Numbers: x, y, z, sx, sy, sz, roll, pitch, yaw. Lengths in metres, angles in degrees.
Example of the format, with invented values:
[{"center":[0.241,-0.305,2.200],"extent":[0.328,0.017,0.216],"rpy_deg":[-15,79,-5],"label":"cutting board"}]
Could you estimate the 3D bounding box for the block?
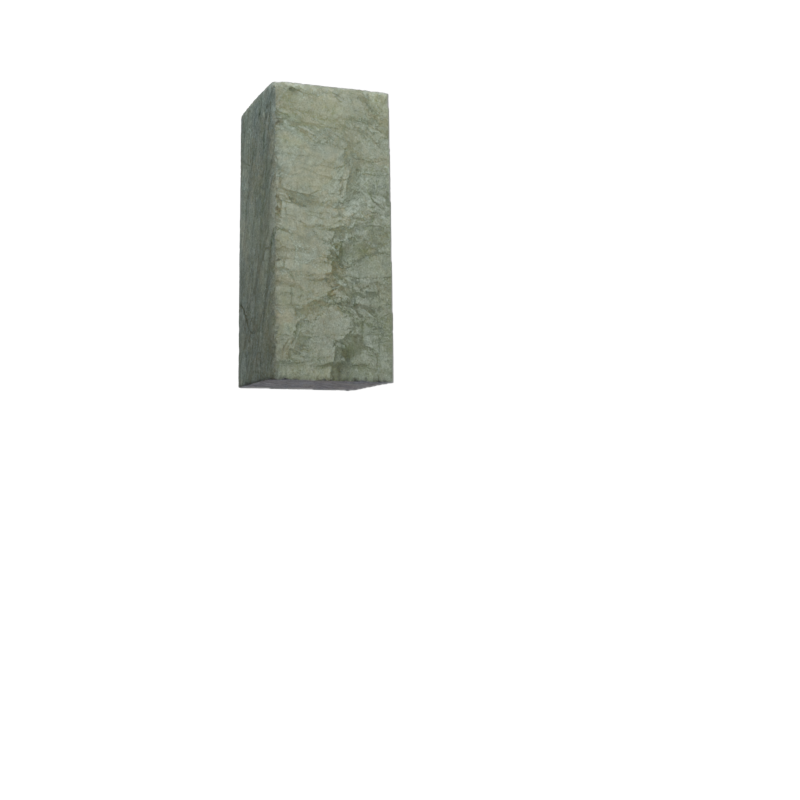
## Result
[{"center":[-0.063,-0.114,0.798],"extent":[0.088,0.212,0.090],"rpy_deg":[3,-11,-21],"label":"block"}]
